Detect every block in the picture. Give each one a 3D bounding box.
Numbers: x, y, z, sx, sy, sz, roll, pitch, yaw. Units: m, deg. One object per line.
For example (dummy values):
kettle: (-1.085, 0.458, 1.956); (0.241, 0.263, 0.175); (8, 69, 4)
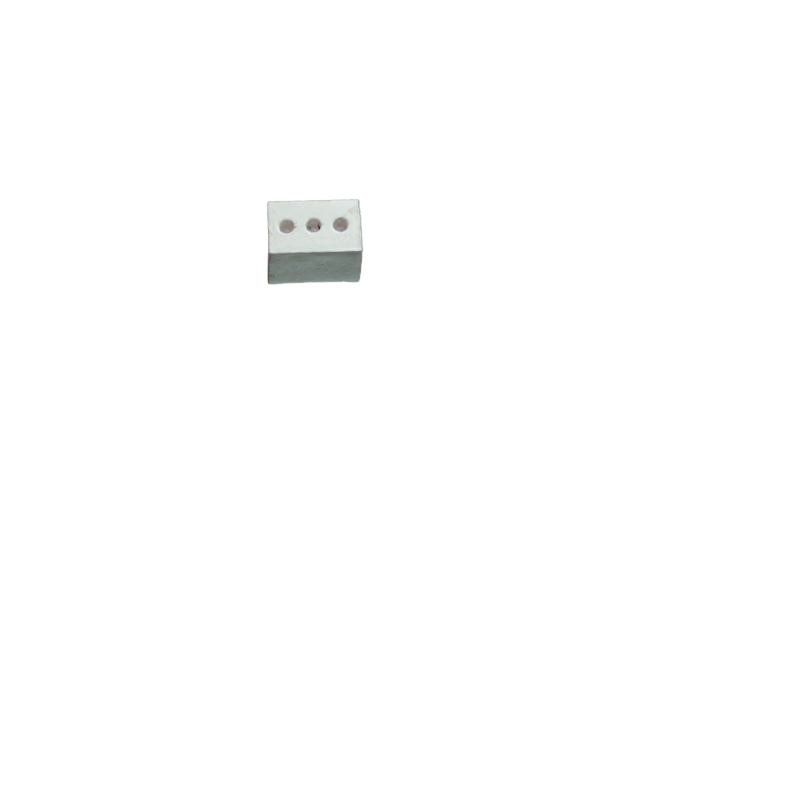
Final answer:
block: (-0.072, -0.131, 0.914); (0.078, 0.056, 0.048); (-2, -28, -3)
